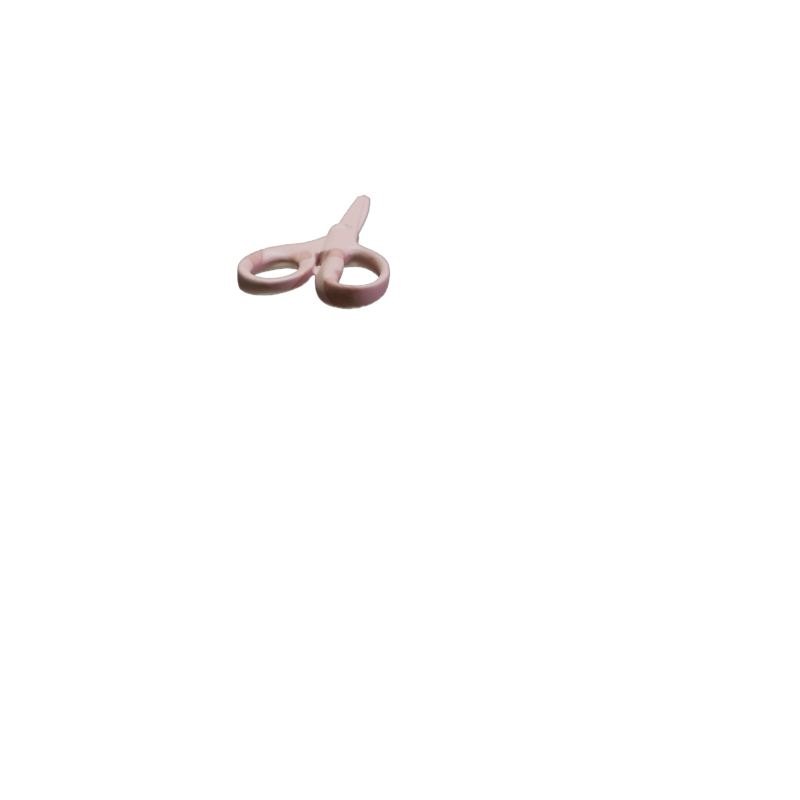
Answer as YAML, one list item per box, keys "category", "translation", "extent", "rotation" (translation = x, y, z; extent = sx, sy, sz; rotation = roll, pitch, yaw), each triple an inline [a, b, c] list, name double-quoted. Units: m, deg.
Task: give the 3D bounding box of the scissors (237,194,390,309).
- category: "scissors"
  translation: [-0.054, -0.099, 0.691]
  extent: [0.095, 0.015, 0.213]
  rotation: [-3, 25, -7]
